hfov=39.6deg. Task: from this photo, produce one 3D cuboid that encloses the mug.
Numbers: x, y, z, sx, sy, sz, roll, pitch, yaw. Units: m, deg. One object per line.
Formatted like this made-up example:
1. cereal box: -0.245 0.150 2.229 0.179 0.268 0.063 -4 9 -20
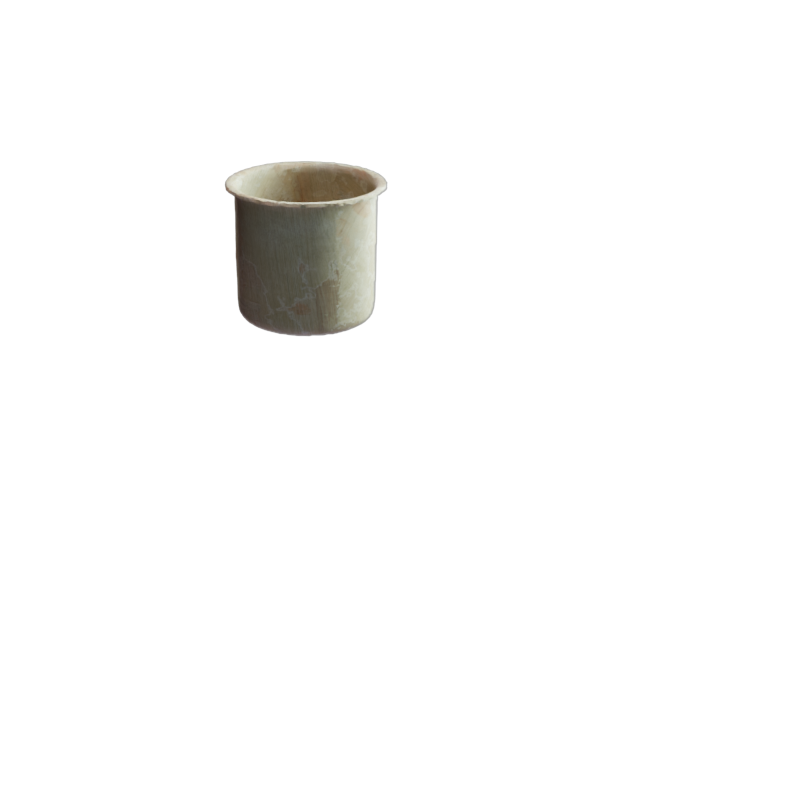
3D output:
1. mug: -0.051 -0.094 0.657 0.096 0.078 0.120 7 25 15
